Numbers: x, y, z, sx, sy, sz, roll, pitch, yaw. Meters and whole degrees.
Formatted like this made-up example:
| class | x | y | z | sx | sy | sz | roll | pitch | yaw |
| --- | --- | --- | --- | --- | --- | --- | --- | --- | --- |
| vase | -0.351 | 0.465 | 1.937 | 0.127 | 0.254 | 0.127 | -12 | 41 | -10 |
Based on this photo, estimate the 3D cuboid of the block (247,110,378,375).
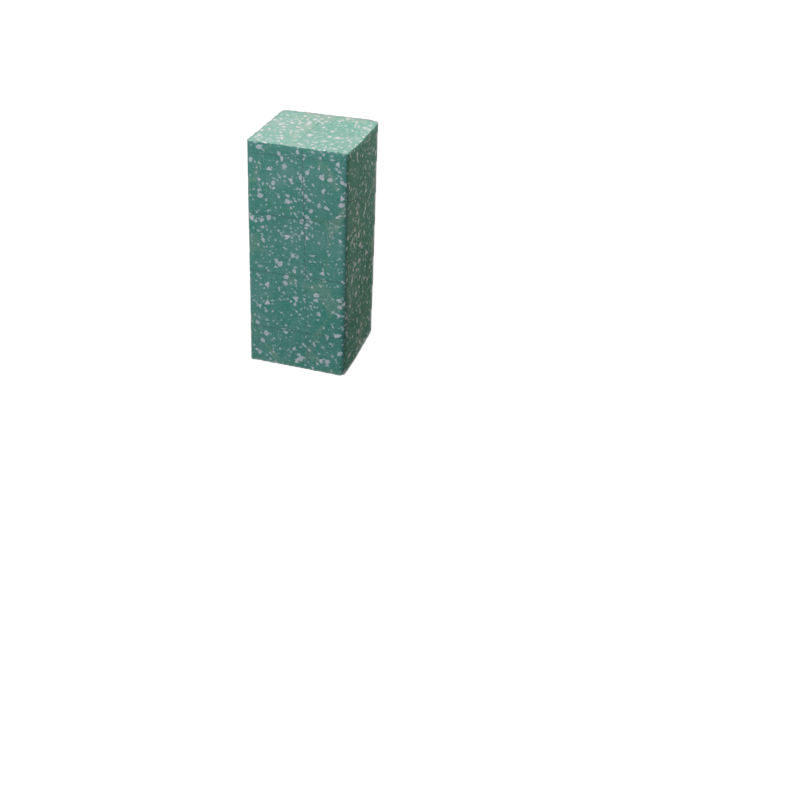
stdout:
| class | x | y | z | sx | sy | sz | roll | pitch | yaw |
| --- | --- | --- | --- | --- | --- | --- | --- | --- | --- |
| block | -0.076 | -0.139 | 0.971 | 0.093 | 0.195 | 0.093 | 10 | 28 | 15 |
